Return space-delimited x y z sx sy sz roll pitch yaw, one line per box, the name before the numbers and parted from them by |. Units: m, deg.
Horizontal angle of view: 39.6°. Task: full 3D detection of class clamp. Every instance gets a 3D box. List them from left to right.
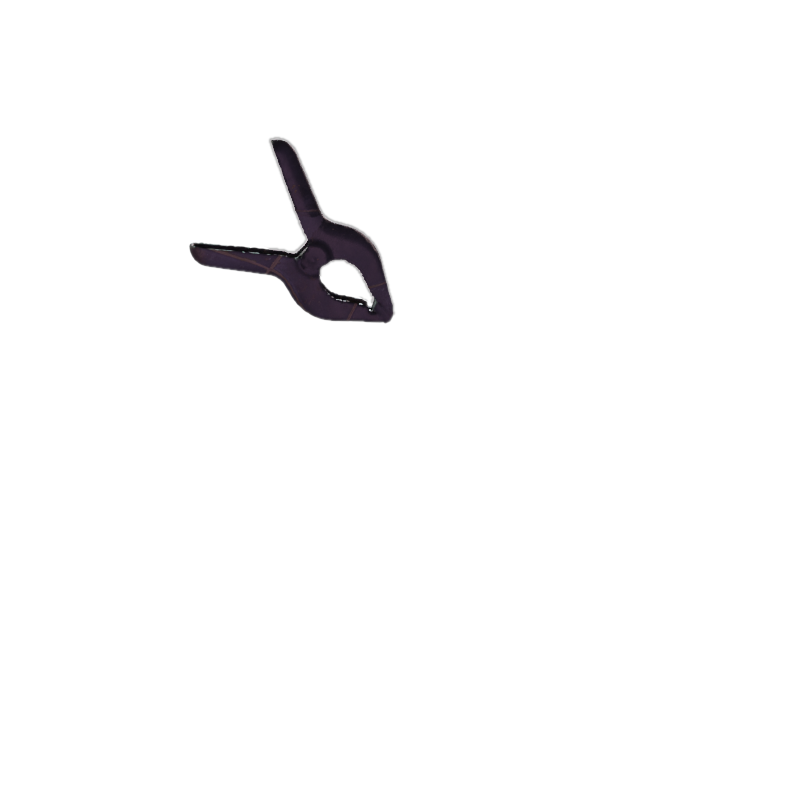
clamp | -0.070 -0.128 0.894 0.168 0.117 0.041 28 16 -9
